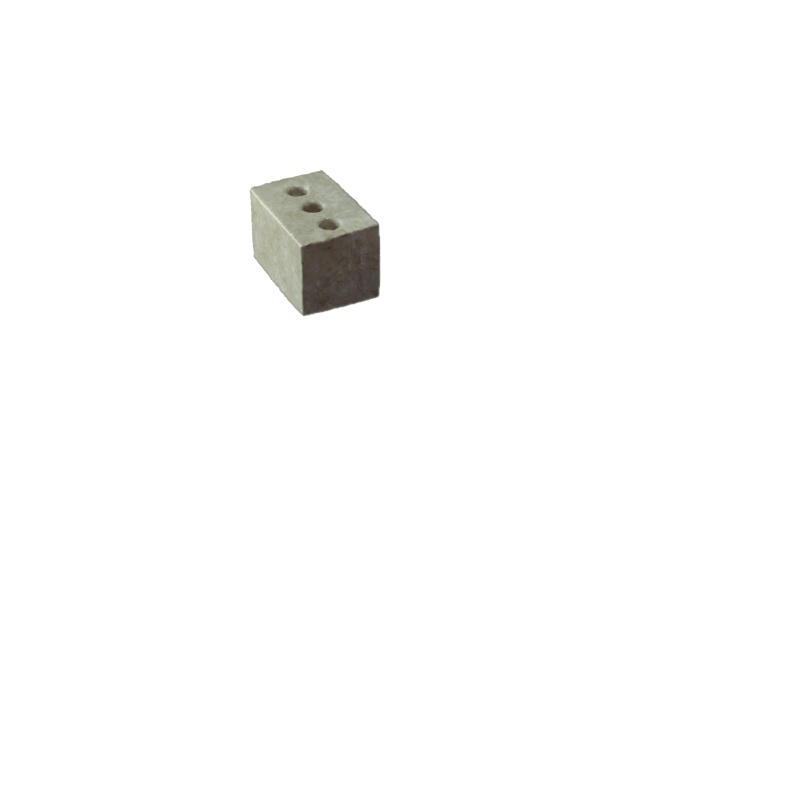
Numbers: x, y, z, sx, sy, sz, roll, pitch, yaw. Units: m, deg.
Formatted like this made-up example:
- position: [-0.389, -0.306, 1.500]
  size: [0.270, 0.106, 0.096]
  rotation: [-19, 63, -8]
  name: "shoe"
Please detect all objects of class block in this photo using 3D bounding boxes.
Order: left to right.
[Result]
- position: [-0.053, -0.096, 0.675]
  size: [0.052, 0.048, 0.084]
  rotation: [-17, 40, -23]
  name: "block"
